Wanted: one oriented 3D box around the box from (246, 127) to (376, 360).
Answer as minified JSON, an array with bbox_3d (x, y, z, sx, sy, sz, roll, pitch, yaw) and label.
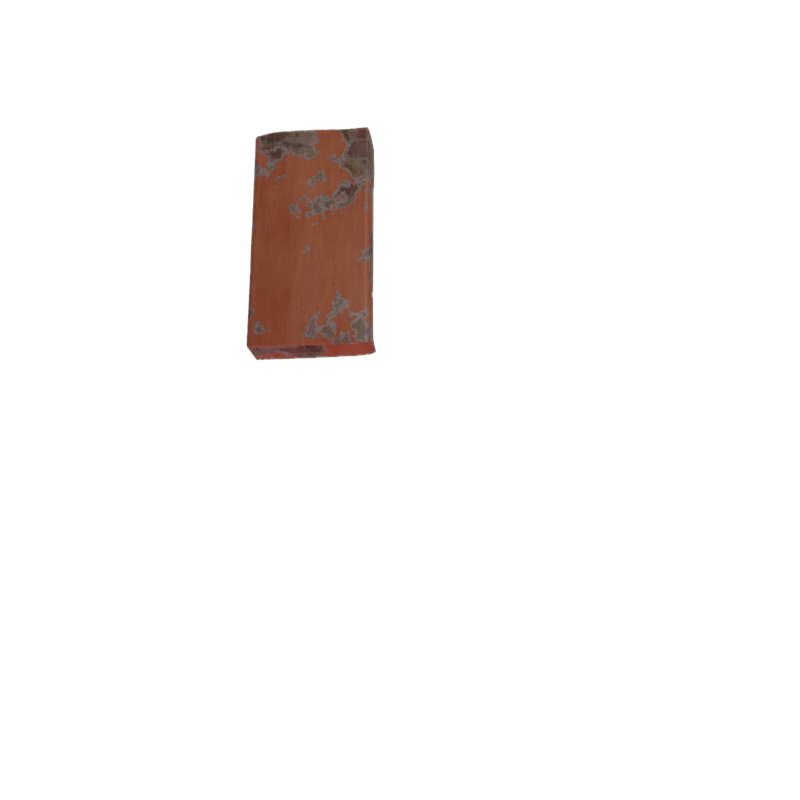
[{"bbox_3d":[-0.067,-0.121,0.850,0.094,0.184,0.045,-3,-19,7],"label":"box"}]
